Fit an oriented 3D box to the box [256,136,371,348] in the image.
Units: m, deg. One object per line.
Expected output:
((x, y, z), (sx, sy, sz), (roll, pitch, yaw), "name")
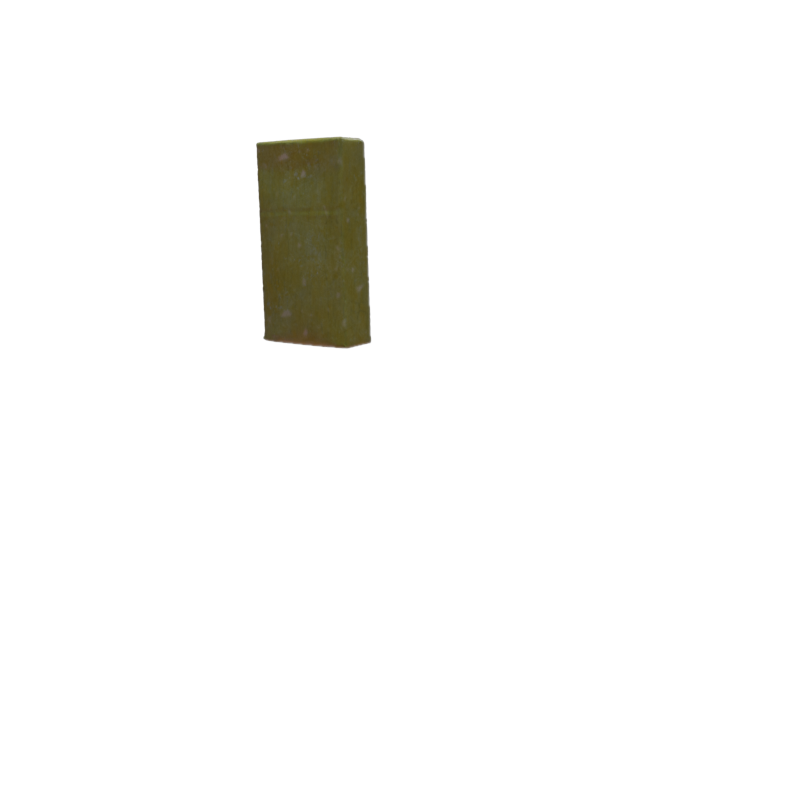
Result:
((-0.074, -0.136, 0.954), (0.097, 0.175, 0.046), (2, 3, 36), "box")
